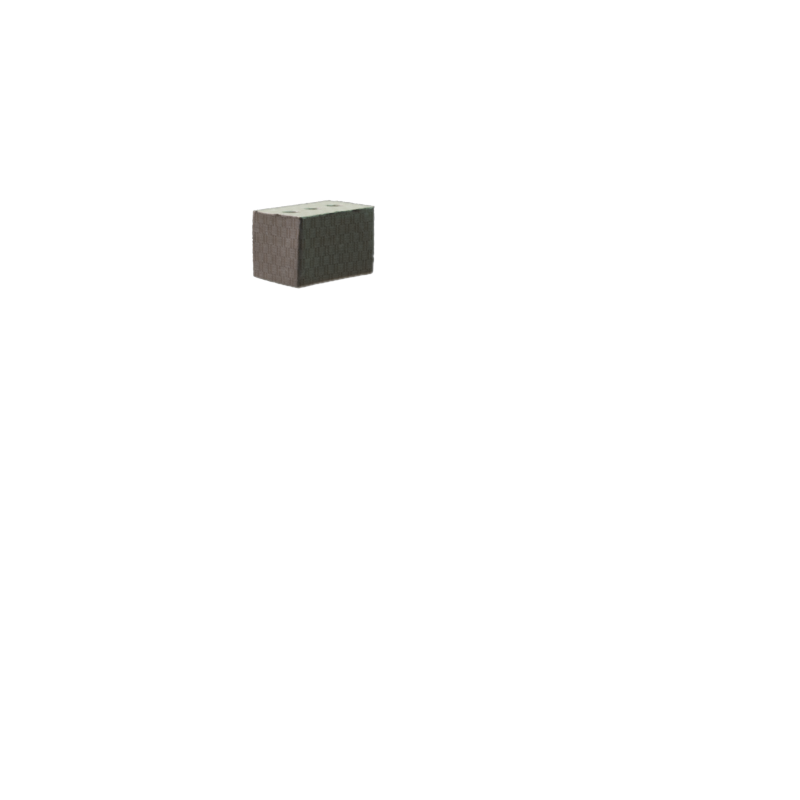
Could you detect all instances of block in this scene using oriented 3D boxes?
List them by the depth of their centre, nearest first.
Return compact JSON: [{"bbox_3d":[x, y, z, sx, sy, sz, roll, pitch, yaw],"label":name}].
[{"bbox_3d":[-0.063,-0.116,0.811,0.056,0.050,0.076,14,21,41],"label":"block"}]
